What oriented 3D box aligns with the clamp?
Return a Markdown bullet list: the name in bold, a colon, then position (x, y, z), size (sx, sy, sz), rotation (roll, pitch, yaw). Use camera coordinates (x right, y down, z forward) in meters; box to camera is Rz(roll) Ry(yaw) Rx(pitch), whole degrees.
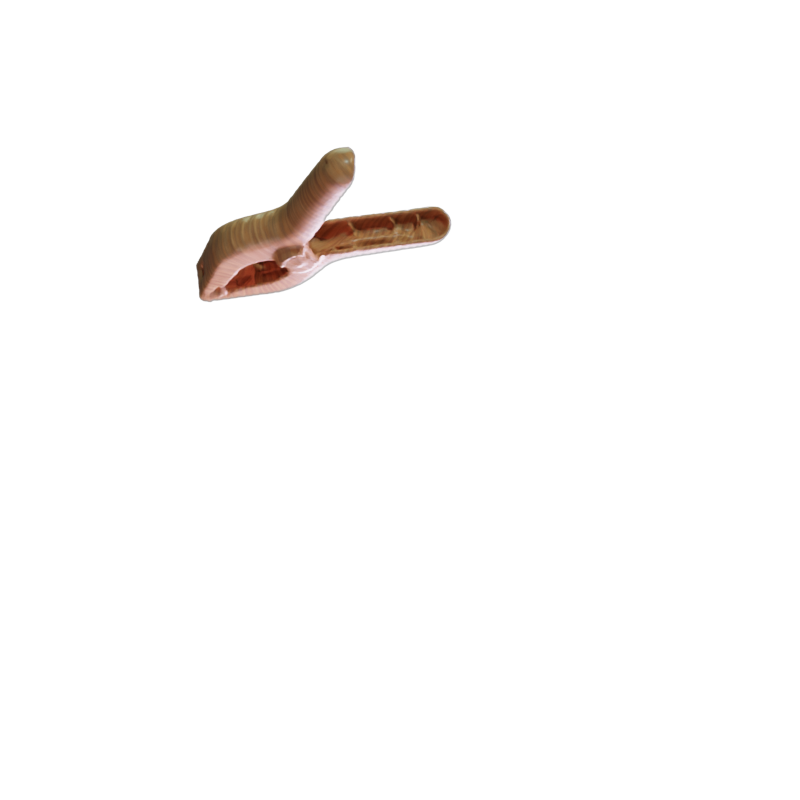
- **clamp**: position (-0.056, -0.102, 0.713), size (0.172, 0.042, 0.113), rotation (-21, -32, 39)
